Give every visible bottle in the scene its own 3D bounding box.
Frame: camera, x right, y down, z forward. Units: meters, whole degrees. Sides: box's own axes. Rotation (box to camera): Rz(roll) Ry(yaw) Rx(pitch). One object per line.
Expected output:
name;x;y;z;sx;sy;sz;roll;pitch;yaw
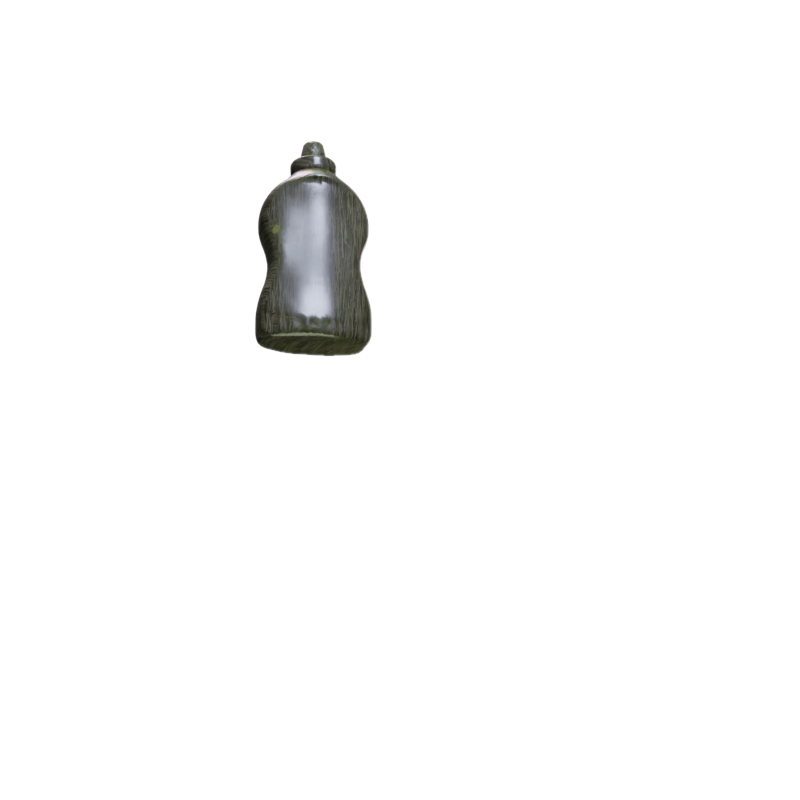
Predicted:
bottle;-0.075;-0.137;0.960;0.094;0.202;0.056;3;-23;-11
